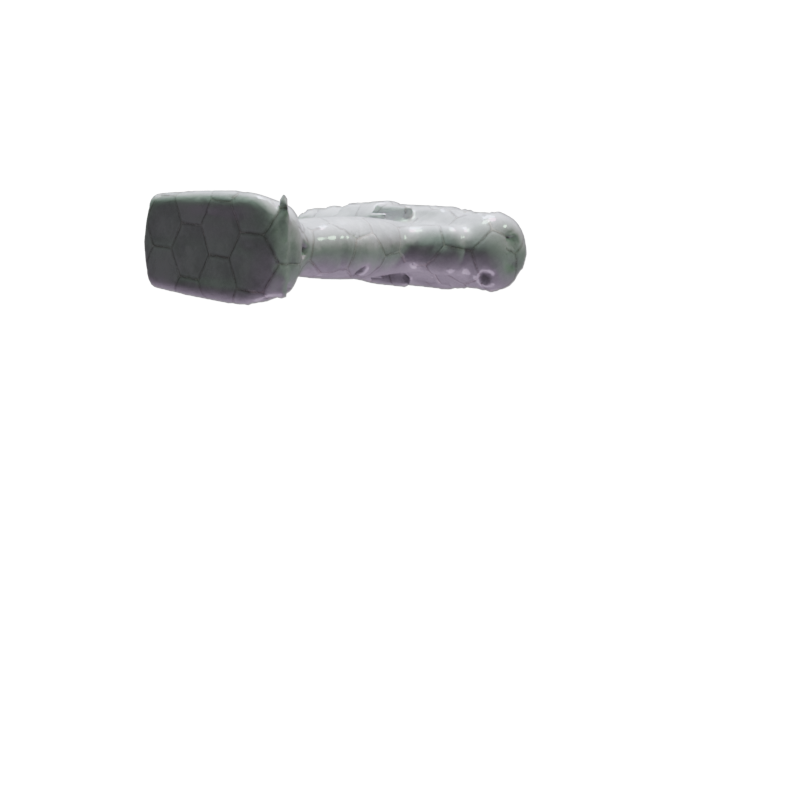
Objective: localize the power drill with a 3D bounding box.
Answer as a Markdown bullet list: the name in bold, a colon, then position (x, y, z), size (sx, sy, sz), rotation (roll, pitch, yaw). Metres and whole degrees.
- **power drill**: position (-0.050, -0.092, 0.643), size (0.182, 0.057, 0.193), rotation (-9, 13, -43)
